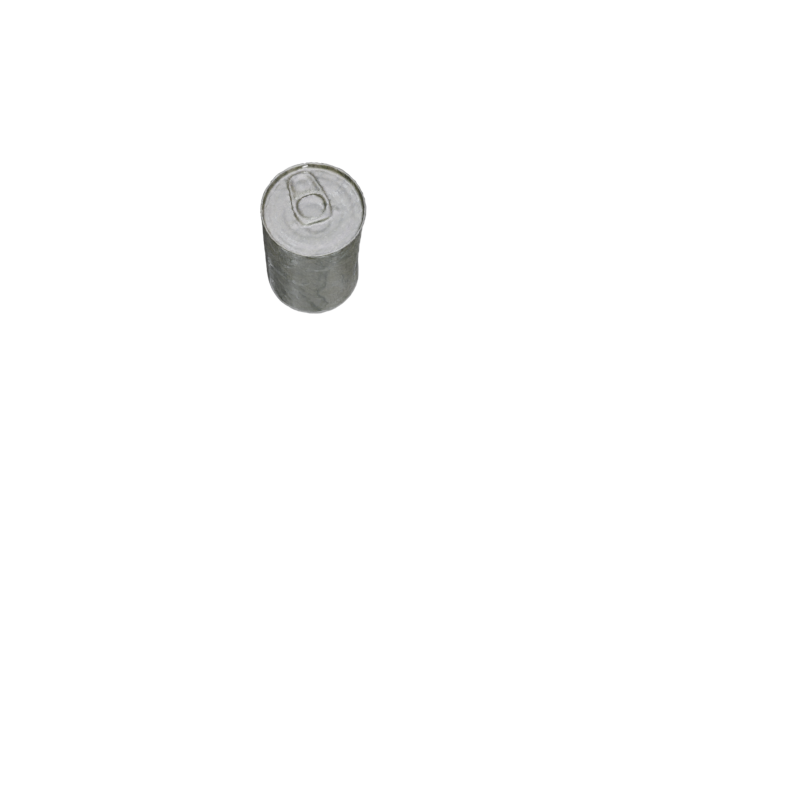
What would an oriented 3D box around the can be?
[{"bbox_3d":[-0.059,-0.107,0.753,0.068,0.072,0.097,0,-20,-3],"label":"can"}]
